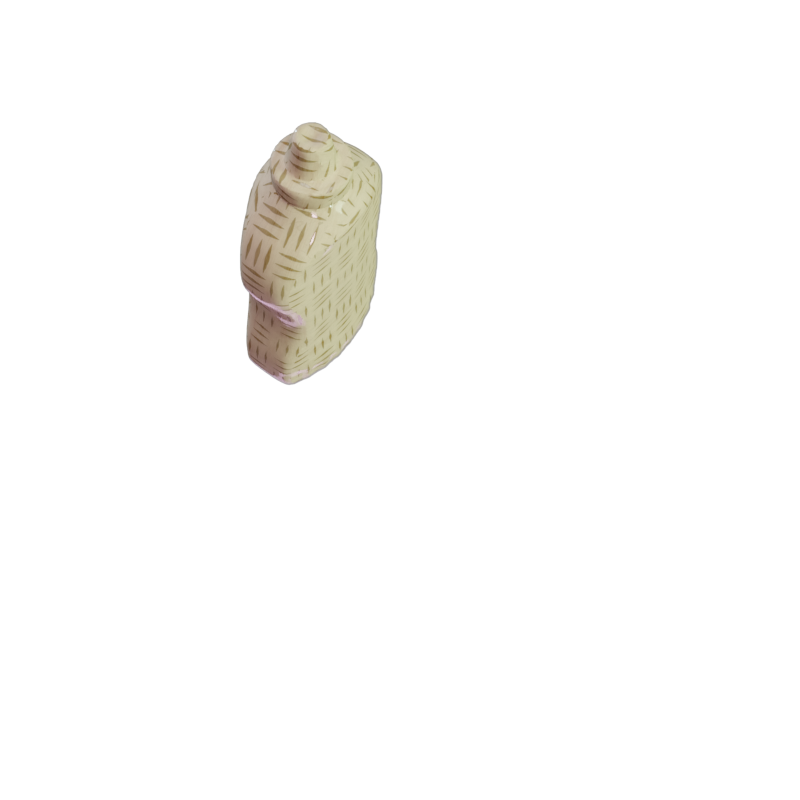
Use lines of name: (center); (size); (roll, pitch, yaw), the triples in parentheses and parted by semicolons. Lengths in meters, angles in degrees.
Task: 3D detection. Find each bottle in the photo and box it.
bottle: (-0.047, -0.086, 0.599); (0.060, 0.098, 0.181); (34, -22, 11)
